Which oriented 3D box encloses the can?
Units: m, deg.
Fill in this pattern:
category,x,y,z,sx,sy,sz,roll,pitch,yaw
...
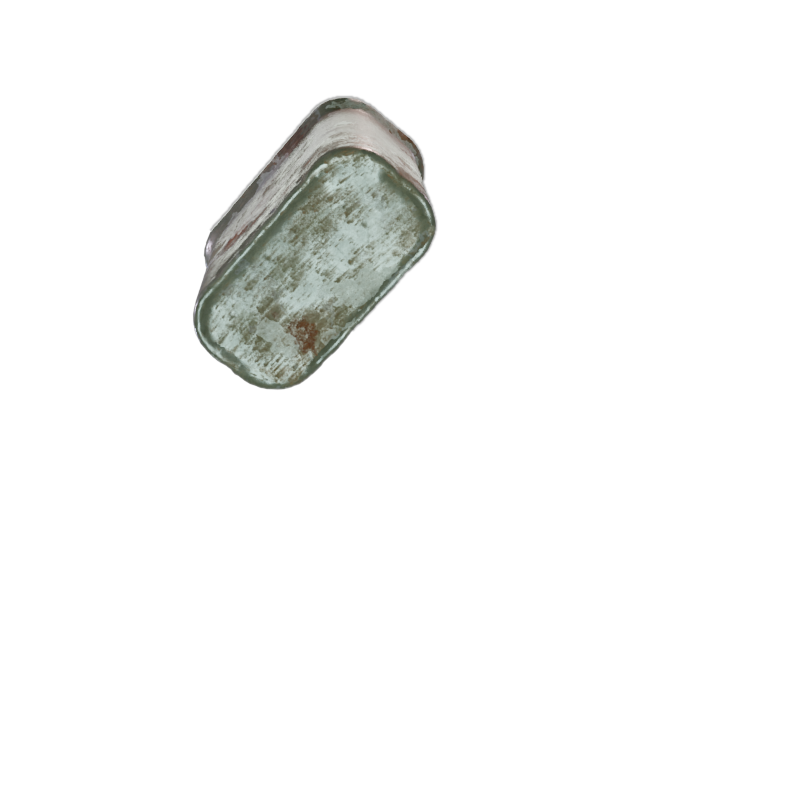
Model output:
category,x,y,z,sx,sy,sz,roll,pitch,yaw
can,-0.034,-0.062,0.432,0.056,0.101,0.088,39,15,-17
